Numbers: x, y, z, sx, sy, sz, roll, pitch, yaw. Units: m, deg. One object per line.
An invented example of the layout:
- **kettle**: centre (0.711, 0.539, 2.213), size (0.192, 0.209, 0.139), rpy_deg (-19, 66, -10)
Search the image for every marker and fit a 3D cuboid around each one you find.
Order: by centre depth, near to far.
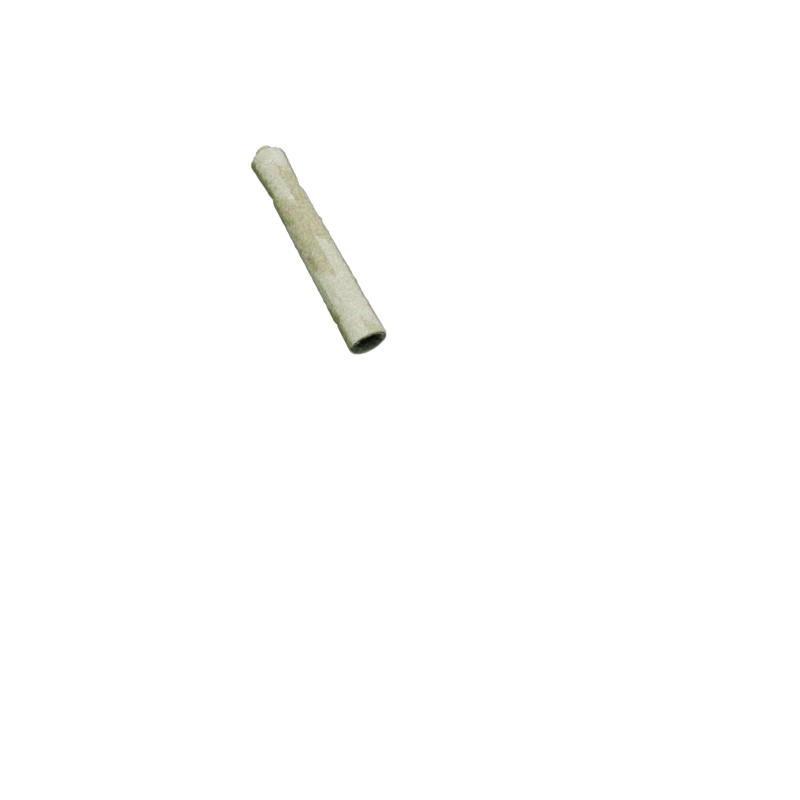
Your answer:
- **marker**: centre (-0.042, -0.076, 0.532), size (0.020, 0.129, 0.018), rpy_deg (-22, -28, -13)
